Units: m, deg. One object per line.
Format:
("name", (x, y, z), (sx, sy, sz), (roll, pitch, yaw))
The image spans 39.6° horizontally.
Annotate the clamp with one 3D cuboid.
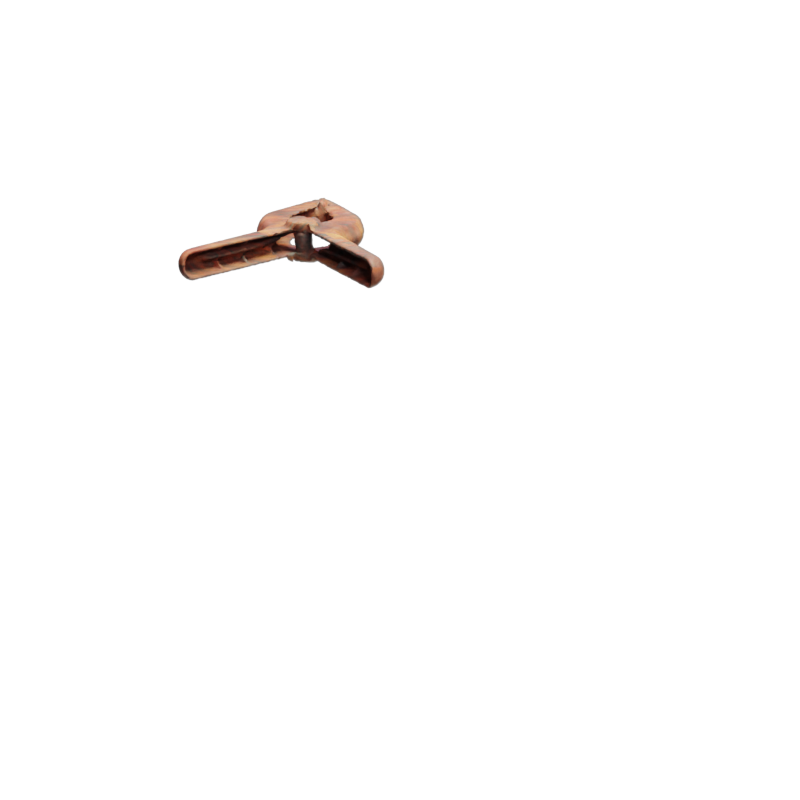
("clamp", (-0.074, -0.135, 0.949), (0.169, 0.035, 0.214), (6, 23, 15))
